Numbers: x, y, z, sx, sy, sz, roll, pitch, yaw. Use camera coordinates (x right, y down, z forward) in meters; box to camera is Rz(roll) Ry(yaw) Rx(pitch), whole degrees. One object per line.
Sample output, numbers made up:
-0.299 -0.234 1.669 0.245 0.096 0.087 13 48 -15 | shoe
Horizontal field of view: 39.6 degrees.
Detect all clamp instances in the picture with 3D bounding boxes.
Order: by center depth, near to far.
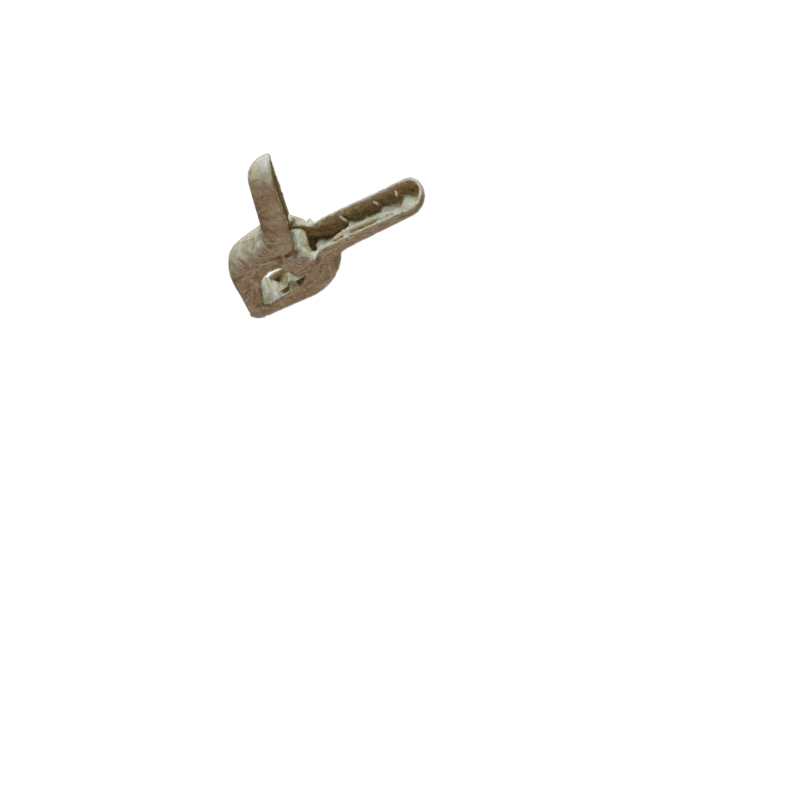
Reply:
-0.060 -0.109 0.761 0.117 0.042 0.165 8 -27 -16 | clamp
